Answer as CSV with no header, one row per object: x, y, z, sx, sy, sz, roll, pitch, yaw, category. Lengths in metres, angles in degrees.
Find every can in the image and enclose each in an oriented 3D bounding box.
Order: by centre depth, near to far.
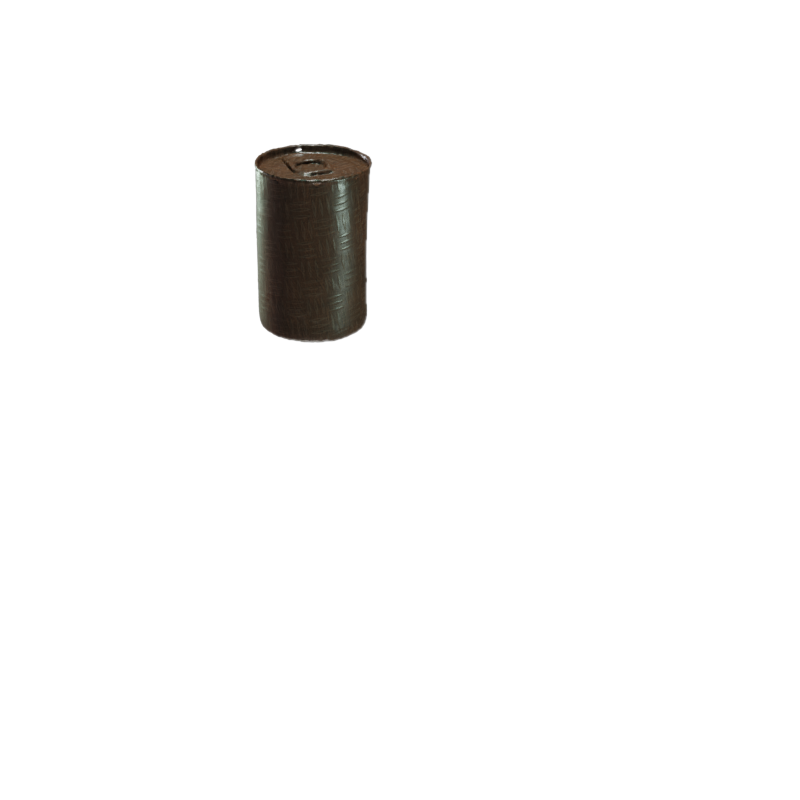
-0.052,-0.094,0.659,0.068,0.097,0.072,0,25,-2,can
